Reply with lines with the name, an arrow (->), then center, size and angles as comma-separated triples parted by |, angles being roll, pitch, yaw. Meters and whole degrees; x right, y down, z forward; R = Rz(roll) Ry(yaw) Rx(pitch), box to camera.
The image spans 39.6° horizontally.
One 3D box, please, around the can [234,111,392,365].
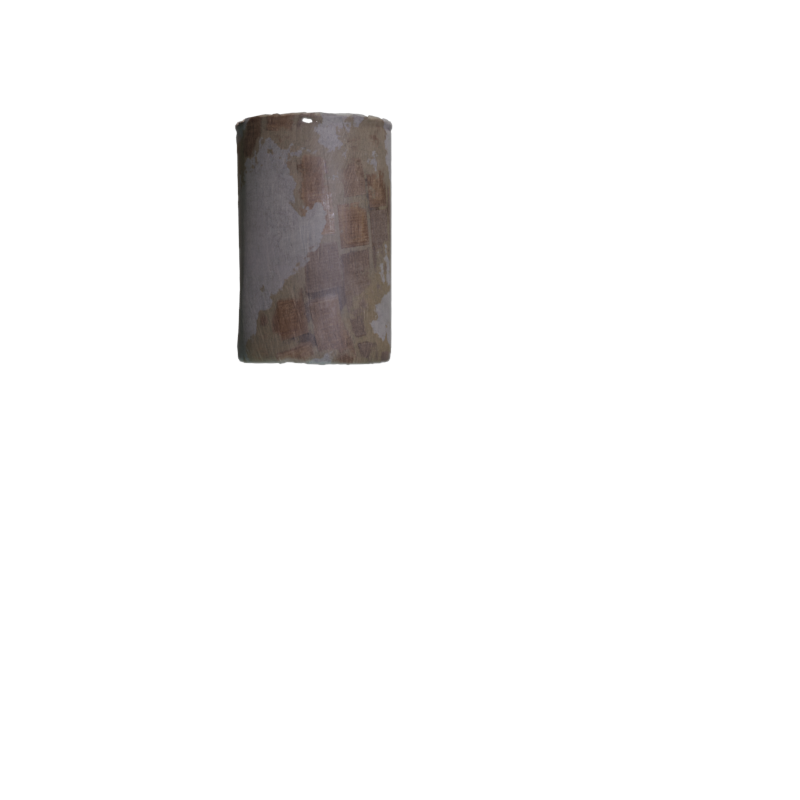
can -> -0.037, -0.068, 0.476 | 0.068, 0.103, 0.068 | 0, -1, -2
